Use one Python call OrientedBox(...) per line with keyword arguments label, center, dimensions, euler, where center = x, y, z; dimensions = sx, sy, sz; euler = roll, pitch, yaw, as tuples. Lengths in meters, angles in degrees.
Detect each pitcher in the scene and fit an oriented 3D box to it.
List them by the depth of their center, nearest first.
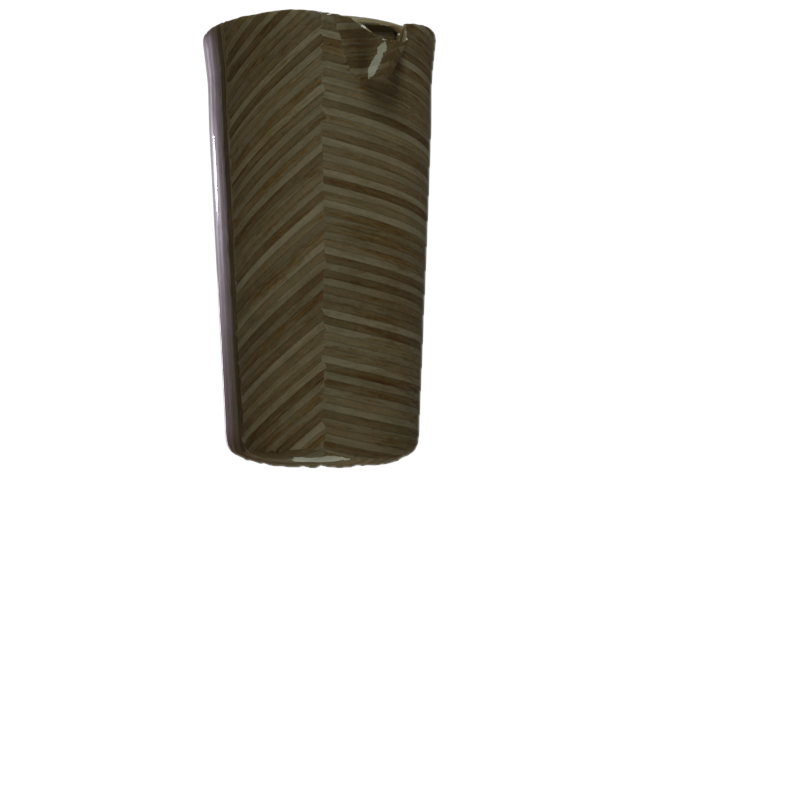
OrientedBox(label="pitcher", center=(-0.050, -0.091, 0.636), dimensions=(0.148, 0.245, 0.145), euler=(-1, -2, 15))
